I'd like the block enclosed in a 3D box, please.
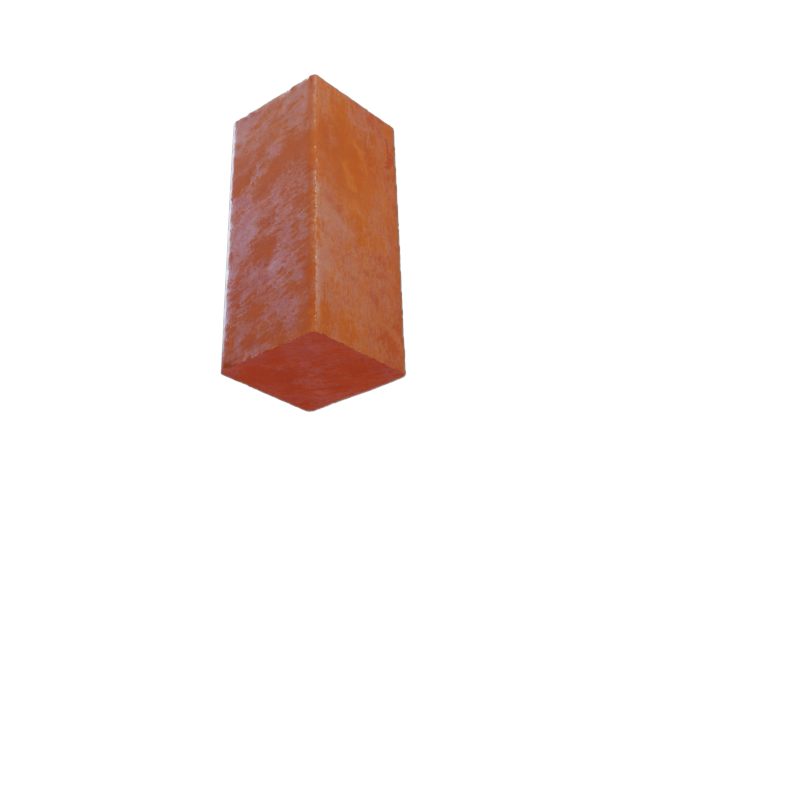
[{"bbox_3d":[-0.061,-0.111,0.779,0.090,0.220,0.085,-25,-37,34],"label":"block"}]
